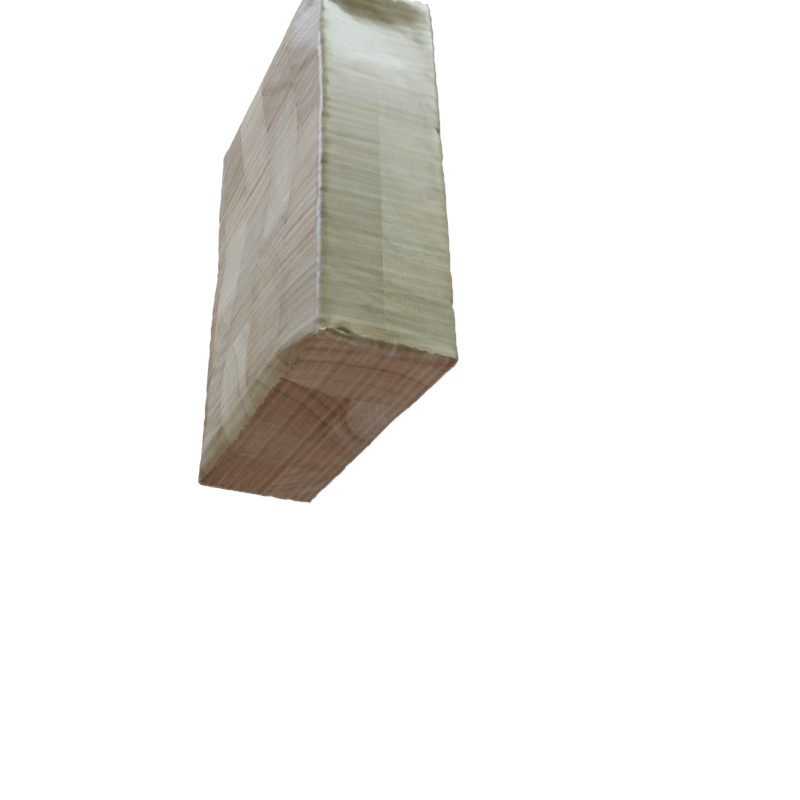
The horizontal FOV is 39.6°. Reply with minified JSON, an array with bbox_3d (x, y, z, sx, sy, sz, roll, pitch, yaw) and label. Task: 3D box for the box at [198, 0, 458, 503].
[{"bbox_3d":[-0.044,-0.080,0.563,0.069,0.228,0.159,13,-34,-23],"label":"box"}]
